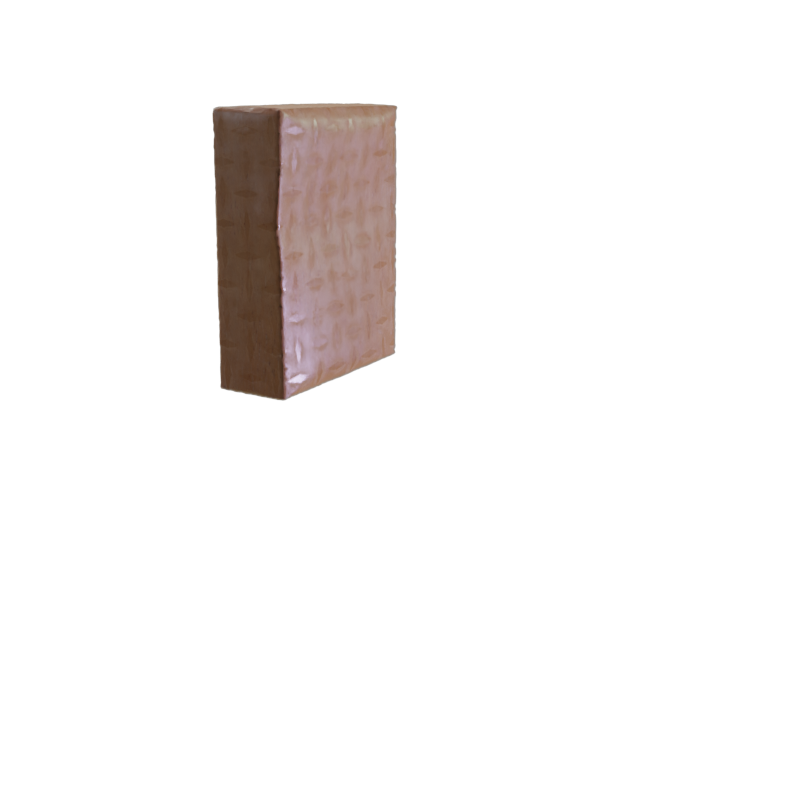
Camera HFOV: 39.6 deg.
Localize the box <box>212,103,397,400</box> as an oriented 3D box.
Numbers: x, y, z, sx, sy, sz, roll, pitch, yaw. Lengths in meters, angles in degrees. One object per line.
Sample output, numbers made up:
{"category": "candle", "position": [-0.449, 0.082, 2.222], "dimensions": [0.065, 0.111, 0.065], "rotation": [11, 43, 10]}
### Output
{"category": "box", "position": [-0.068, -0.124, 0.870], "dimensions": [0.075, 0.209, 0.161], "rotation": [6, 13, 31]}
